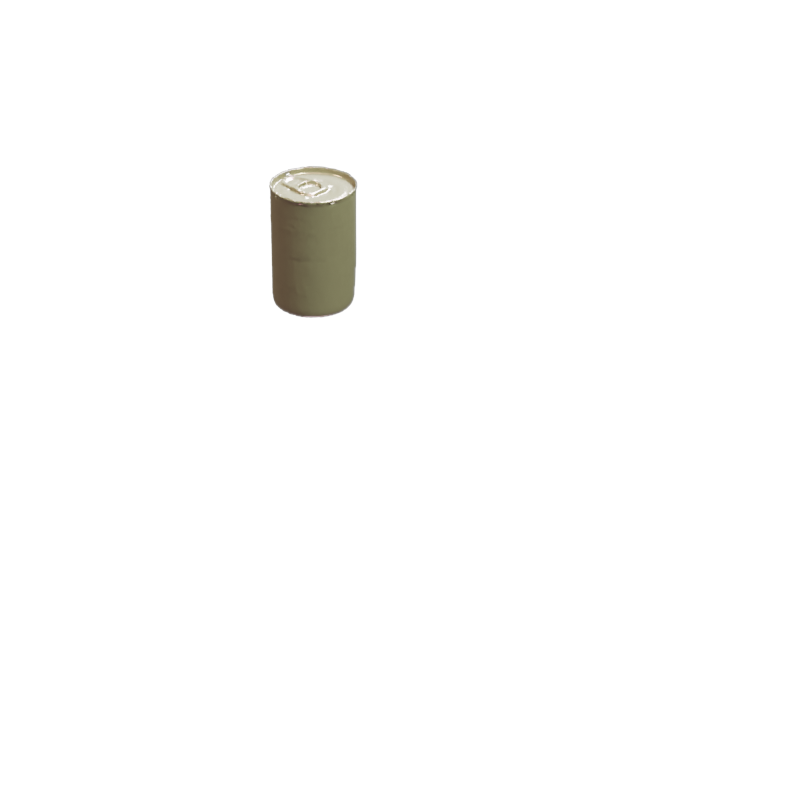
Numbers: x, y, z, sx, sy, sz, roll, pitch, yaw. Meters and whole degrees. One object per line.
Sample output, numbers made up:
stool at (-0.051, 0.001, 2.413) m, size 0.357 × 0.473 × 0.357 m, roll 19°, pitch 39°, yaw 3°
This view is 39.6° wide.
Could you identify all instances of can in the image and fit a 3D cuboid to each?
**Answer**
can at (-0.069, -0.125, 0.877) m, size 0.068 × 0.096 × 0.073 m, roll 0°, pitch 31°, yaw -3°
